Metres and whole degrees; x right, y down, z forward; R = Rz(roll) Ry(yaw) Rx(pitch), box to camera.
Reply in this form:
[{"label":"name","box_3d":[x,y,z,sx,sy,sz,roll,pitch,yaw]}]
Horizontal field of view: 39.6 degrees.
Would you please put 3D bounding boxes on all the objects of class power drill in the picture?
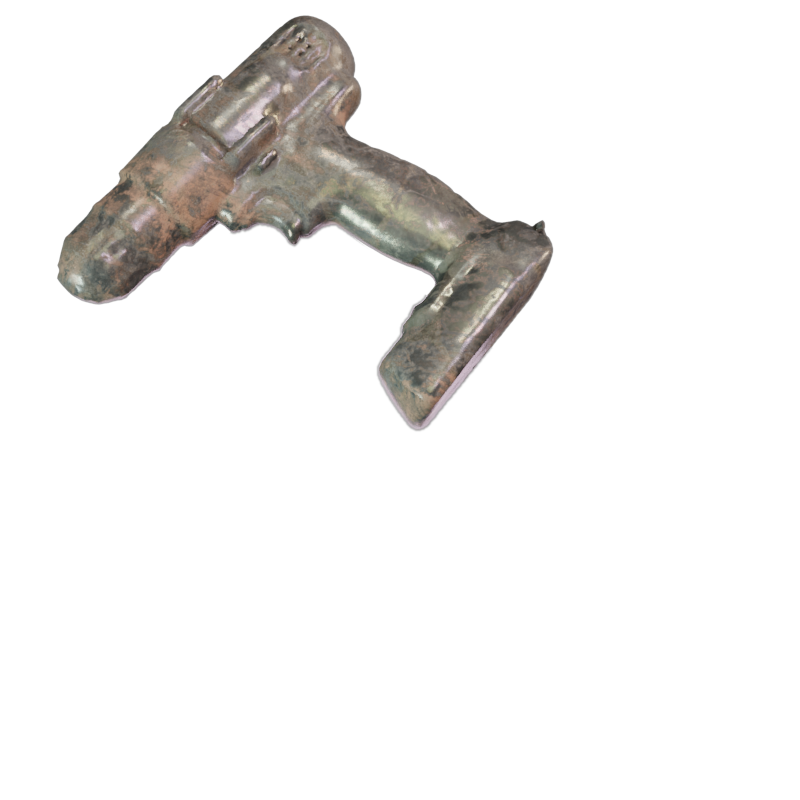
[{"label":"power drill","box_3d":[-0.041,-0.074,0.518,0.194,0.187,0.055,38,-16,13]}]
